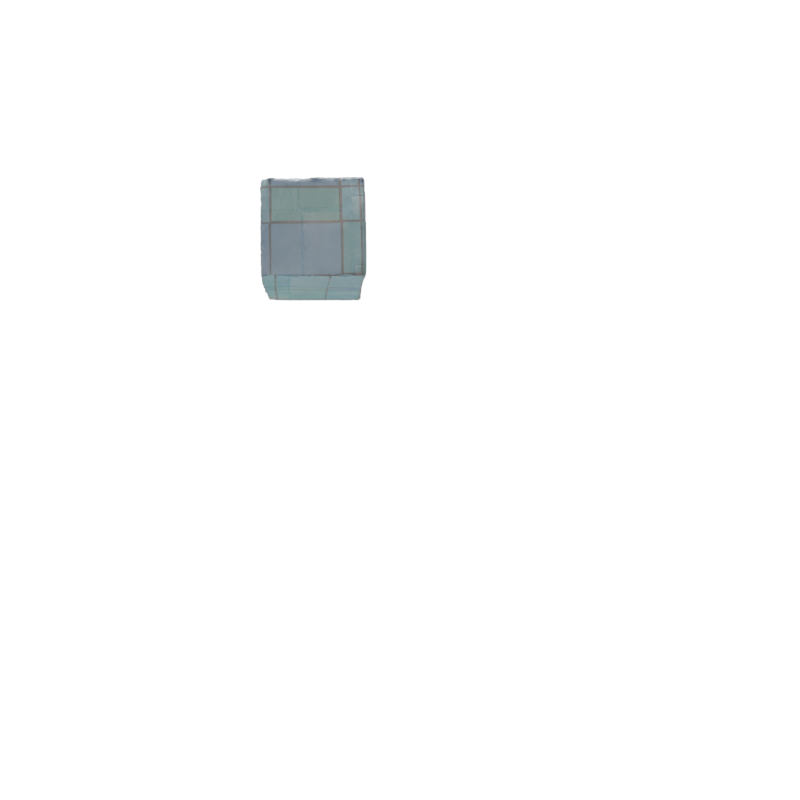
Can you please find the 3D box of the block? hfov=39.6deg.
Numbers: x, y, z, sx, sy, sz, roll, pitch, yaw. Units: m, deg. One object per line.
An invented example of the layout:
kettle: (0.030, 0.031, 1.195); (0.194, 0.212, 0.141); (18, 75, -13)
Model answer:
block: (-0.045, -0.083, 0.579); (0.053, 0.052, 0.077); (0, -6, -3)
